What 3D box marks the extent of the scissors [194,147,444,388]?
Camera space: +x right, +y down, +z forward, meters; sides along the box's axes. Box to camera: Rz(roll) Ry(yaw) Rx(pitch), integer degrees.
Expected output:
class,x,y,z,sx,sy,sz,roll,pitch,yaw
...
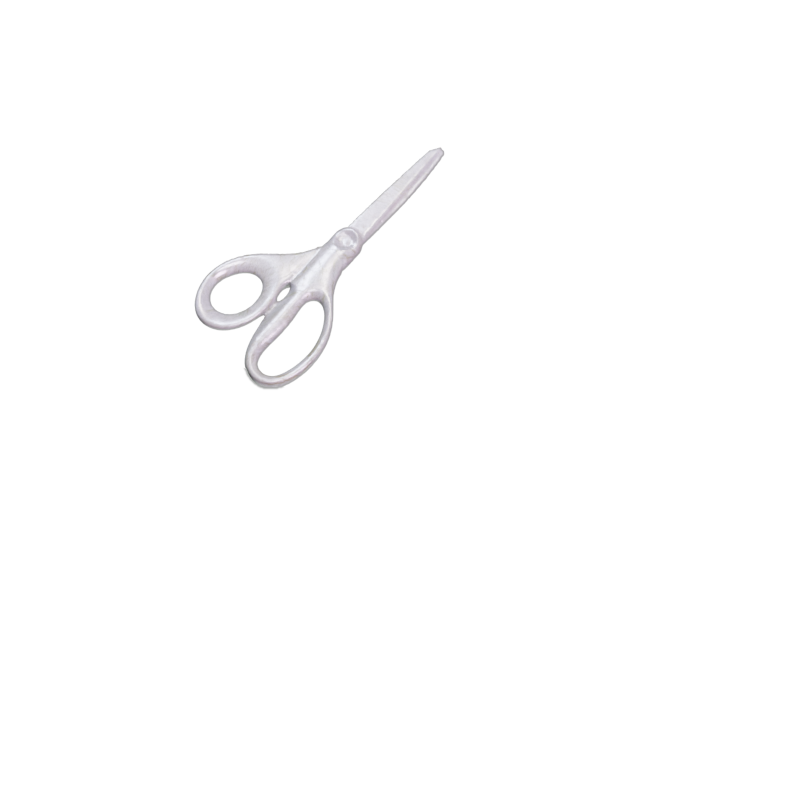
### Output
class,x,y,z,sx,sy,sz,roll,pitch,yaw
scissors,-0.055,-0.100,0.703,0.099,0.209,0.015,22,-25,11
